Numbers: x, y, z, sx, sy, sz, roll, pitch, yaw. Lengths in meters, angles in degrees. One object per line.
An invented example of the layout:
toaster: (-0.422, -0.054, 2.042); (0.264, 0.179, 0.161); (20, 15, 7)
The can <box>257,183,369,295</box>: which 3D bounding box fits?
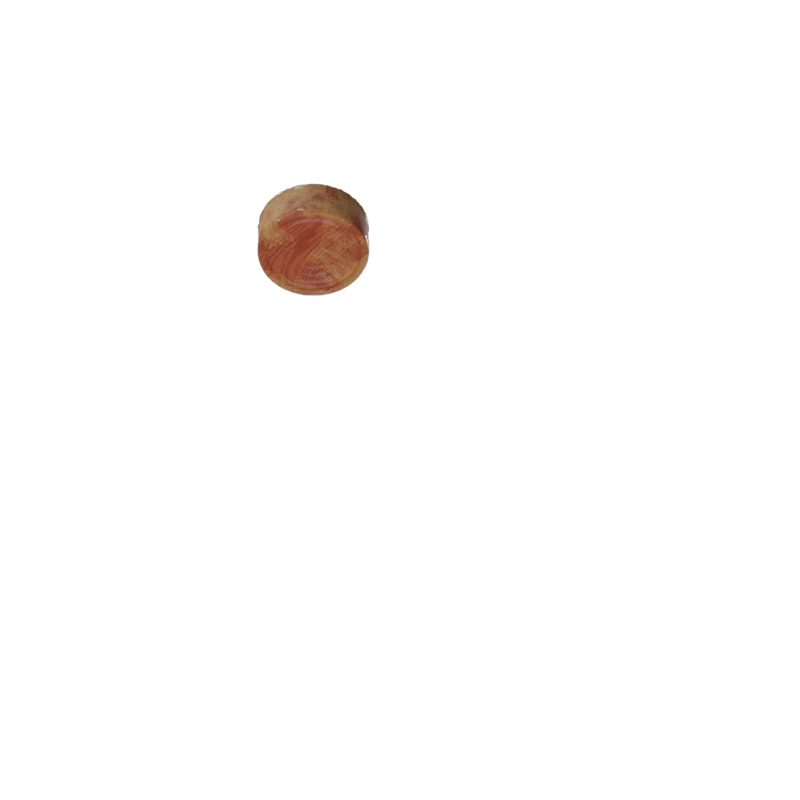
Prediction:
can: (-0.066, -0.120, 0.843); (0.086, 0.080, 0.036); (1, 42, -1)
